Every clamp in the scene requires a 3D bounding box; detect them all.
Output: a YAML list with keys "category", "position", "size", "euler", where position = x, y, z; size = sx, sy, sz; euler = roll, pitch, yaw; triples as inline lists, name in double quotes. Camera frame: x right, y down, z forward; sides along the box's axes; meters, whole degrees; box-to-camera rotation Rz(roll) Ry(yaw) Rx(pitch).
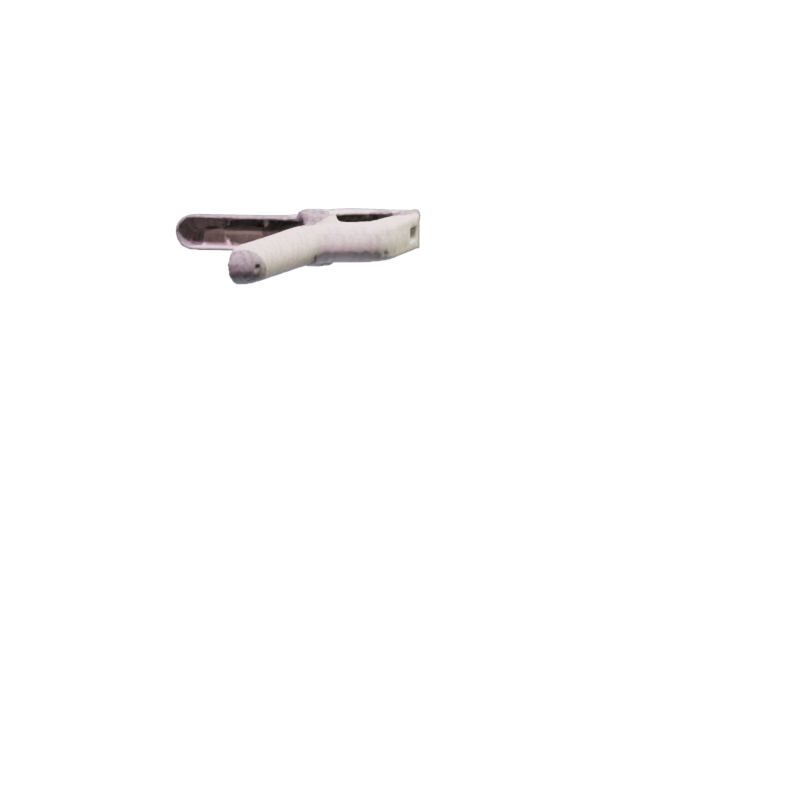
- category: "clamp"
  position: [-0.059, -0.107, 0.751]
  size: [0.169, 0.037, 0.128]
  euler: [-8, 27, -16]
